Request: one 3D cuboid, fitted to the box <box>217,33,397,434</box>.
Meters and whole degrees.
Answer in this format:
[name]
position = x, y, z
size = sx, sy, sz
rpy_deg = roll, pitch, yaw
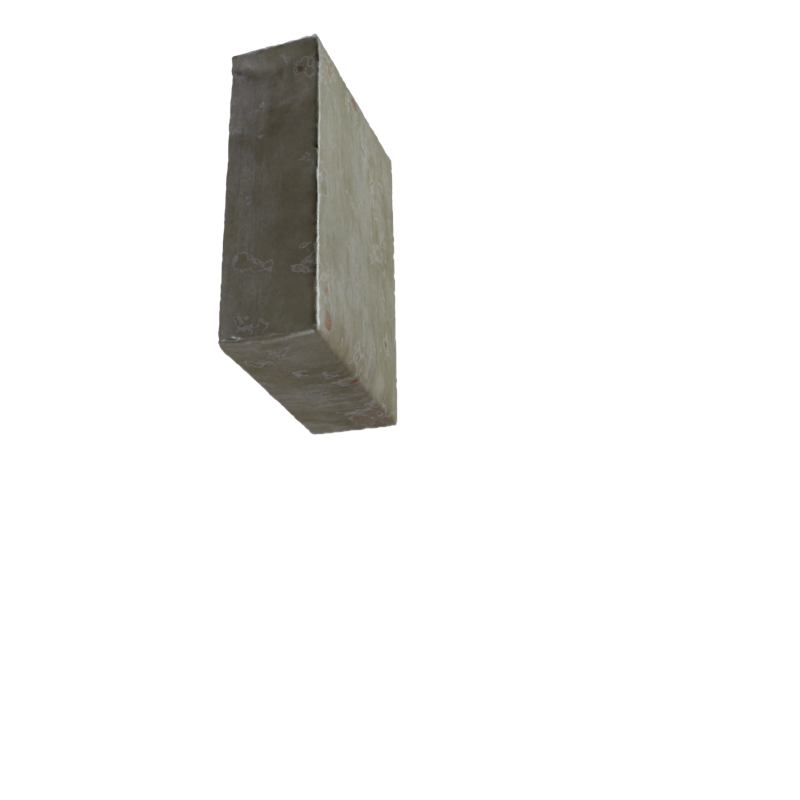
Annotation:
[box]
position = -0.058, -0.105, 0.738
size = 0.073, 0.227, 0.152
rpy_deg = -10, -27, 15
